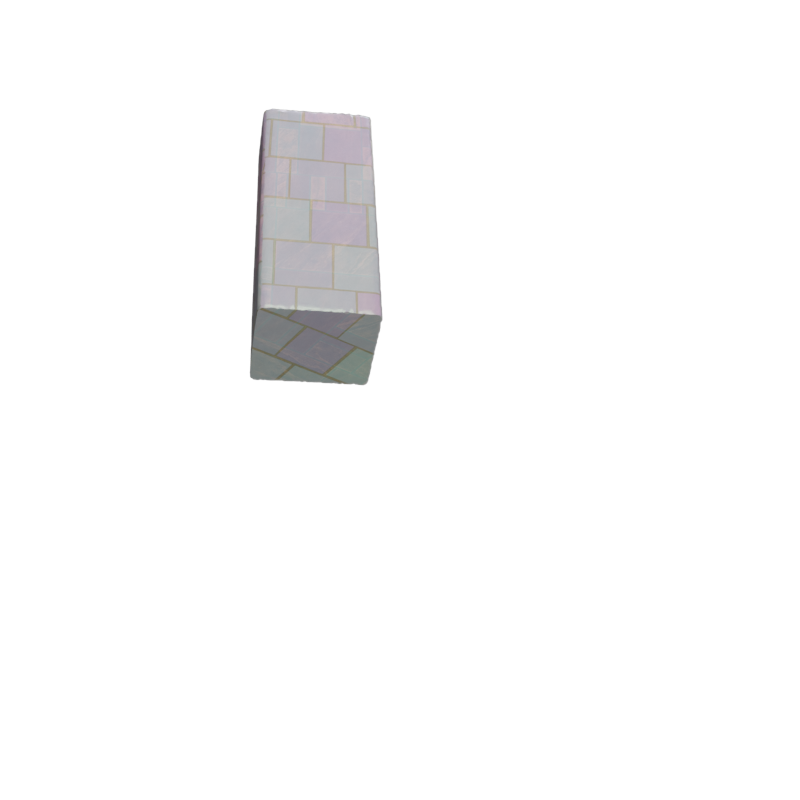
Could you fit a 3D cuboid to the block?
[{"bbox_3d":[-0.068,-0.124,0.868,0.090,0.221,0.085,3,-38,-7],"label":"block"}]
